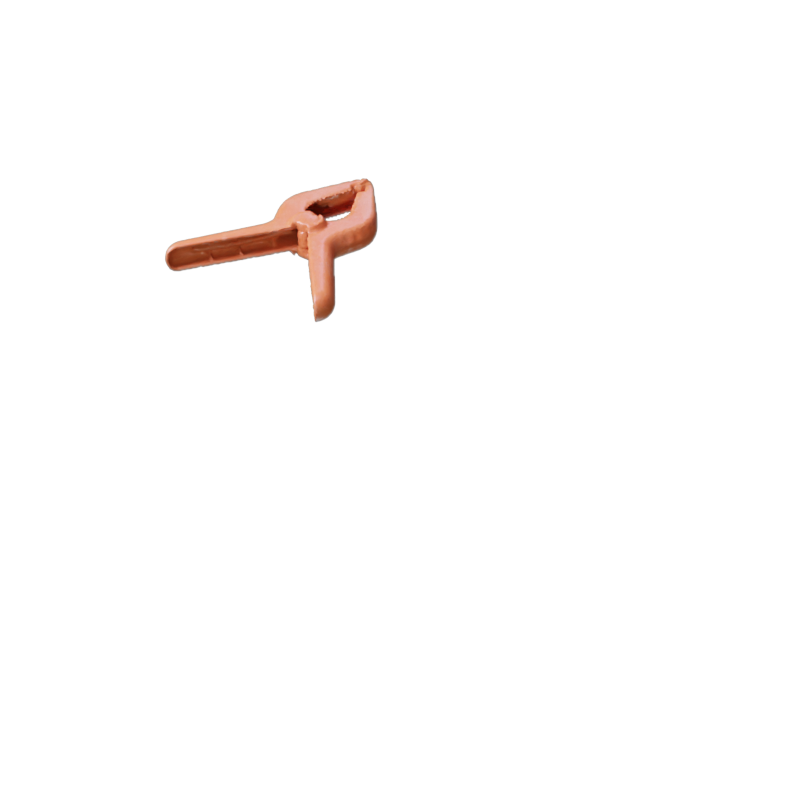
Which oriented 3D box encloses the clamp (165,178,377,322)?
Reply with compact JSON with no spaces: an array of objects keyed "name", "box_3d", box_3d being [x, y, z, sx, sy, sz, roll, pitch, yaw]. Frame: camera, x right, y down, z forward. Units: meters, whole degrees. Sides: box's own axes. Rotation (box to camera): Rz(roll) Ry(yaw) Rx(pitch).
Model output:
[{"name":"clamp","box_3d":[-0.075,-0.138,0.963,0.174,0.034,0.211,25,42,31]}]
